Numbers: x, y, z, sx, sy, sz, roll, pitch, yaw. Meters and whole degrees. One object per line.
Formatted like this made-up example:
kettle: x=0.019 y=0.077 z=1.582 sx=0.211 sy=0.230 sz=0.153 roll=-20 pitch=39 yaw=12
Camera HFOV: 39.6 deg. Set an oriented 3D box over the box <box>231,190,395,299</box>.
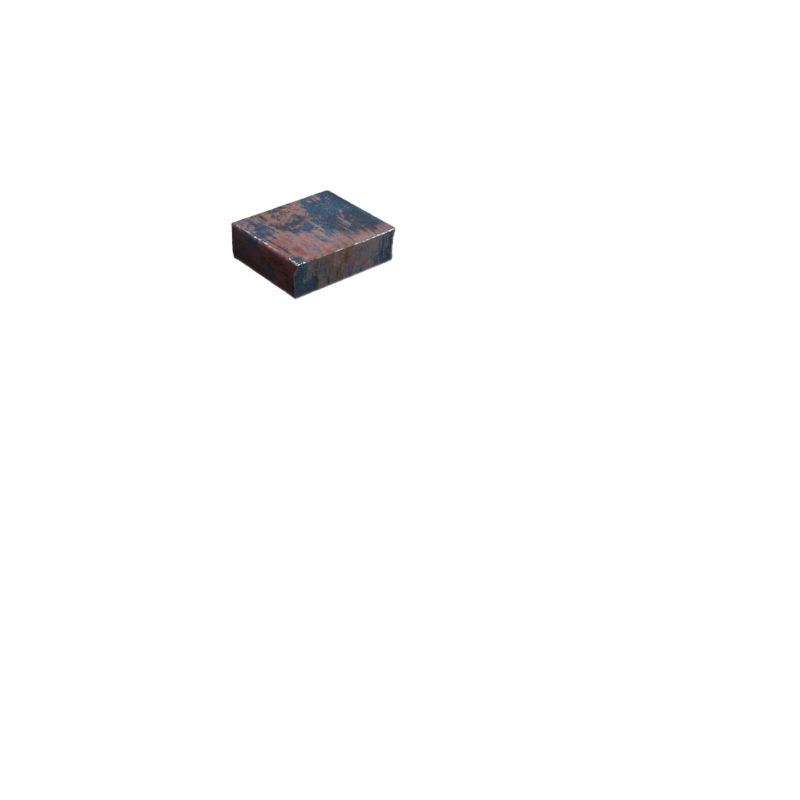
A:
box: x=-0.075 y=-0.136 z=0.952 sx=0.113 sy=0.036 sz=0.096 roll=-28 pitch=44 yaw=-34
